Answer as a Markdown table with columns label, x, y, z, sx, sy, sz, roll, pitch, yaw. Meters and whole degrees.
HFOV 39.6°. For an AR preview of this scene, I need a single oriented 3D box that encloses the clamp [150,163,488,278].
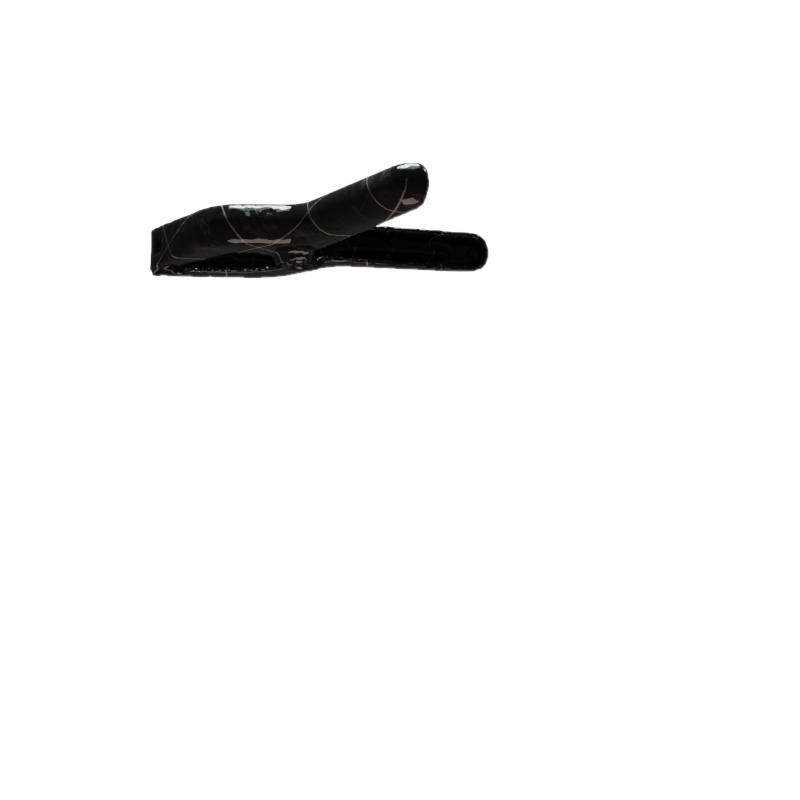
| label | x | y | z | sx | sy | sz | roll | pitch | yaw |
| --- | --- | --- | --- | --- | --- | --- | --- | --- | --- |
| clamp | -0.054 | -0.098 | 0.684 | 0.215 | 0.038 | 0.156 | -4 | -10 | 25 |
